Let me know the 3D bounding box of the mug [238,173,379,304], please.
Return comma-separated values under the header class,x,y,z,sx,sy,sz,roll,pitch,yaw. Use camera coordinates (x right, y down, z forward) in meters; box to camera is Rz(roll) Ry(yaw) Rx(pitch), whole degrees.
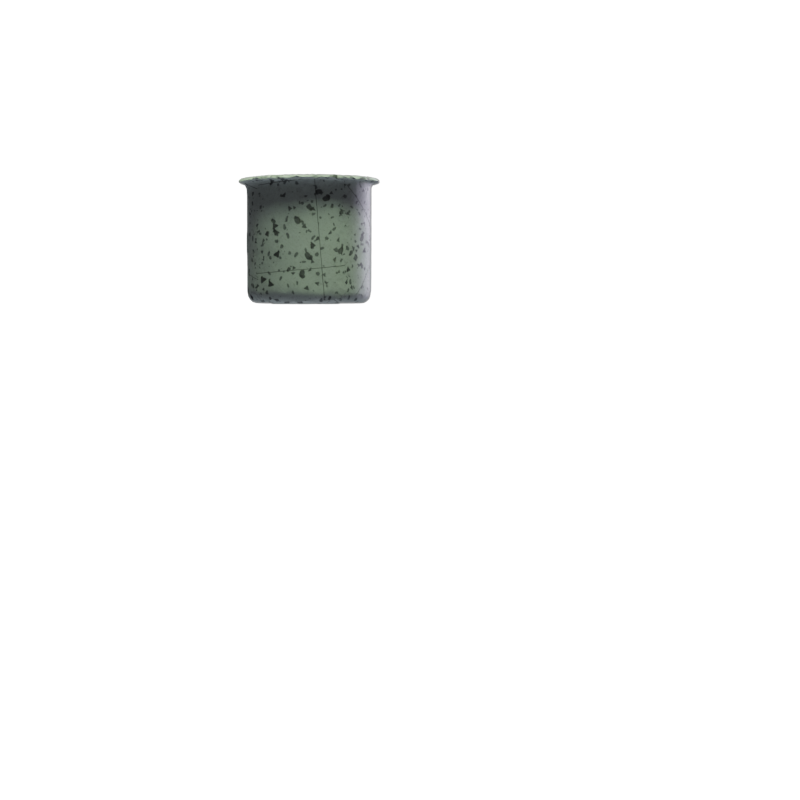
class,x,y,z,sx,sy,sz,roll,pitch,yaw
mug,-0.058,-0.106,0.742,0.095,0.081,0.116,1,4,10
